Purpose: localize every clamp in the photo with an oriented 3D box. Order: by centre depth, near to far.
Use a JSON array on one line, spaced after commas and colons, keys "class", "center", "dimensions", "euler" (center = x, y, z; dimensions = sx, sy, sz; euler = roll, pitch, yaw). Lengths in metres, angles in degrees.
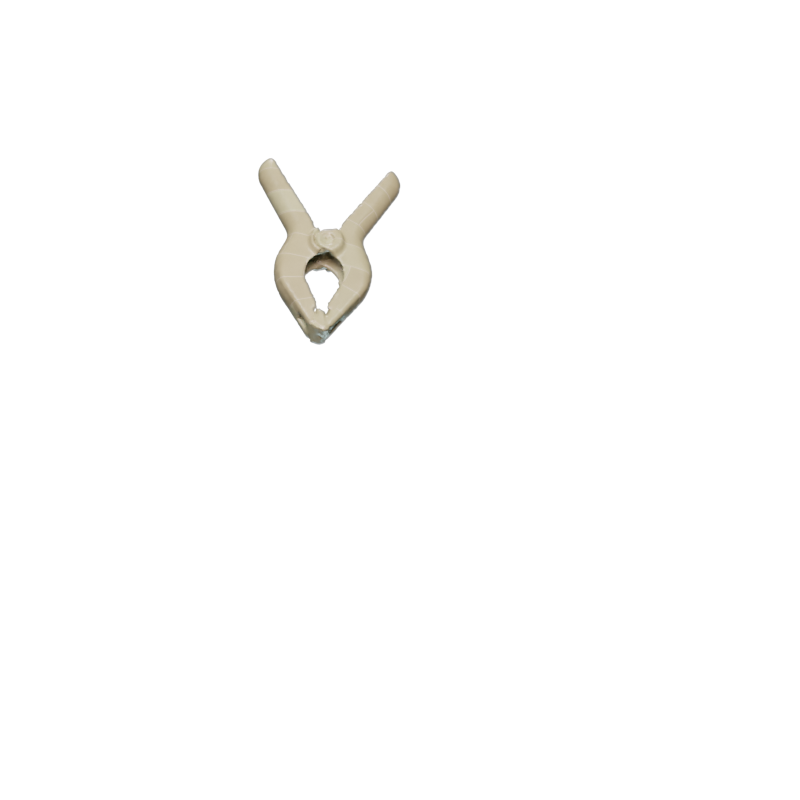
[{"class": "clamp", "center": [-0.071, -0.130, 0.911], "dimensions": [0.121, 0.181, 0.037], "euler": [9, -33, 5]}]
